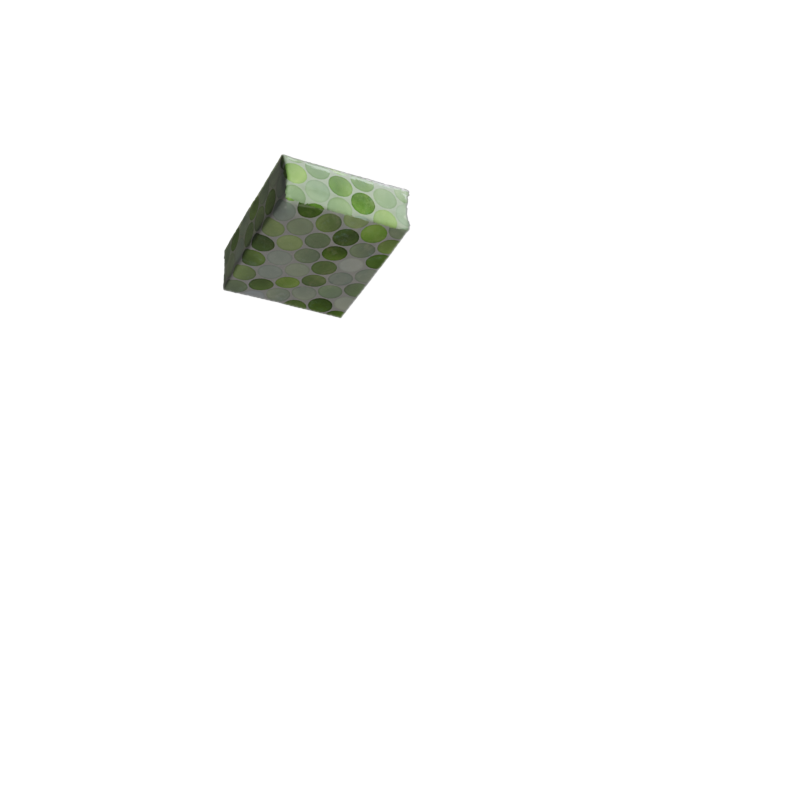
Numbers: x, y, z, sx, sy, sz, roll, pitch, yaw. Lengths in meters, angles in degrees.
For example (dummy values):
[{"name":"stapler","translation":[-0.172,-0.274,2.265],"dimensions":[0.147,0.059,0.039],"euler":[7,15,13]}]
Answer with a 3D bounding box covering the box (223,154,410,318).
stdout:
[{"name":"box","translation":[-0.057,-0.104,0.731],"dimensions":[0.087,0.041,0.110],"euler":[13,-33,-22]}]
